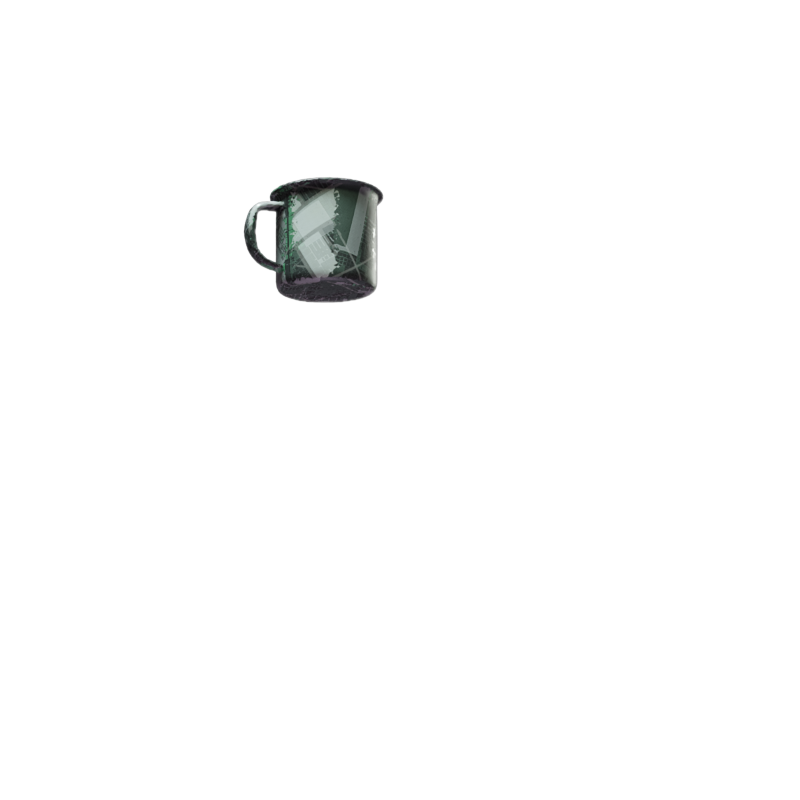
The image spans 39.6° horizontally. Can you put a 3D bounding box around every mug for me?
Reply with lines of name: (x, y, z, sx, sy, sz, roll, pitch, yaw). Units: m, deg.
mug: (-0.070, -0.127, 0.890, 0.113, 0.084, 0.094, 6, -14, -29)
